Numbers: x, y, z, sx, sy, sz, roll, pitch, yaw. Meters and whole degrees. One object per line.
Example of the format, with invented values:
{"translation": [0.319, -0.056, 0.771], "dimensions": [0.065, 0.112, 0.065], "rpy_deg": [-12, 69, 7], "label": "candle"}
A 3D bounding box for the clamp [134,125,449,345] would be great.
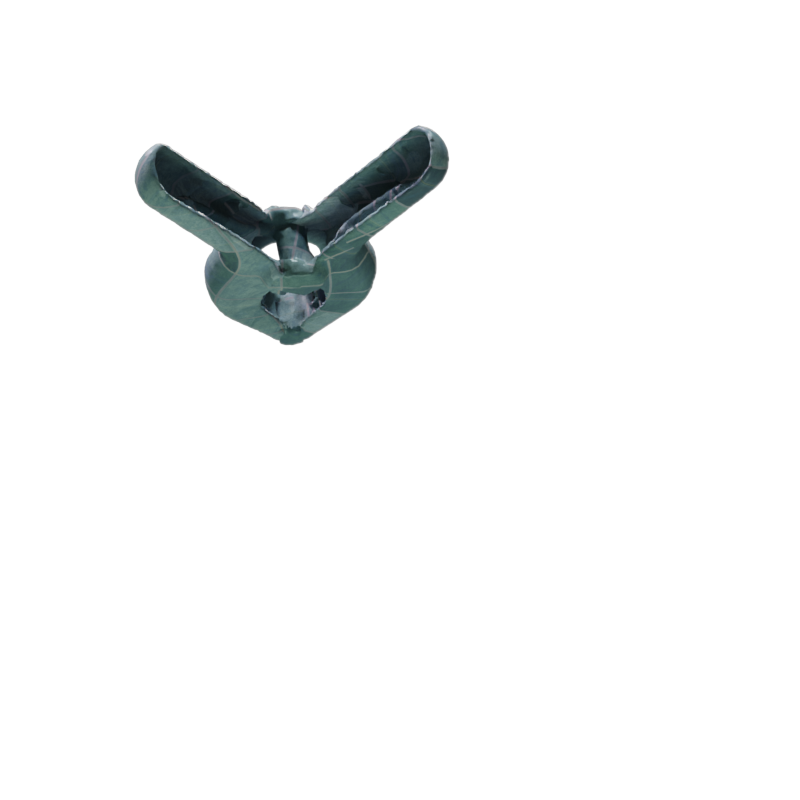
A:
{"translation": [-0.038, -0.069, 0.487], "dimensions": [0.121, 0.041, 0.163], "rpy_deg": [-1, -17, 4], "label": "clamp"}
